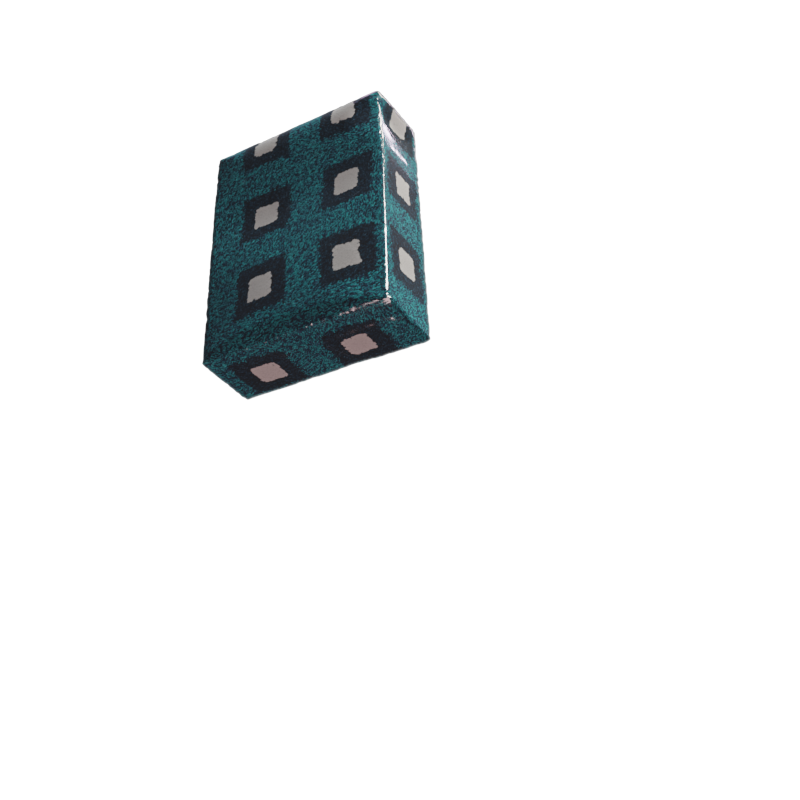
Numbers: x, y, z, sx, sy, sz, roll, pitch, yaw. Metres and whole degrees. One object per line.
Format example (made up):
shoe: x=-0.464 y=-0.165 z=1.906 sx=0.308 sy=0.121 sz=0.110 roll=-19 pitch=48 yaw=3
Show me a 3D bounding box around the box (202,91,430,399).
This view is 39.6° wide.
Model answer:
box: x=-0.069 y=-0.126 z=0.883 sx=0.166 sy=0.229 sz=0.066 roll=-19 pitch=-38 yaw=23
